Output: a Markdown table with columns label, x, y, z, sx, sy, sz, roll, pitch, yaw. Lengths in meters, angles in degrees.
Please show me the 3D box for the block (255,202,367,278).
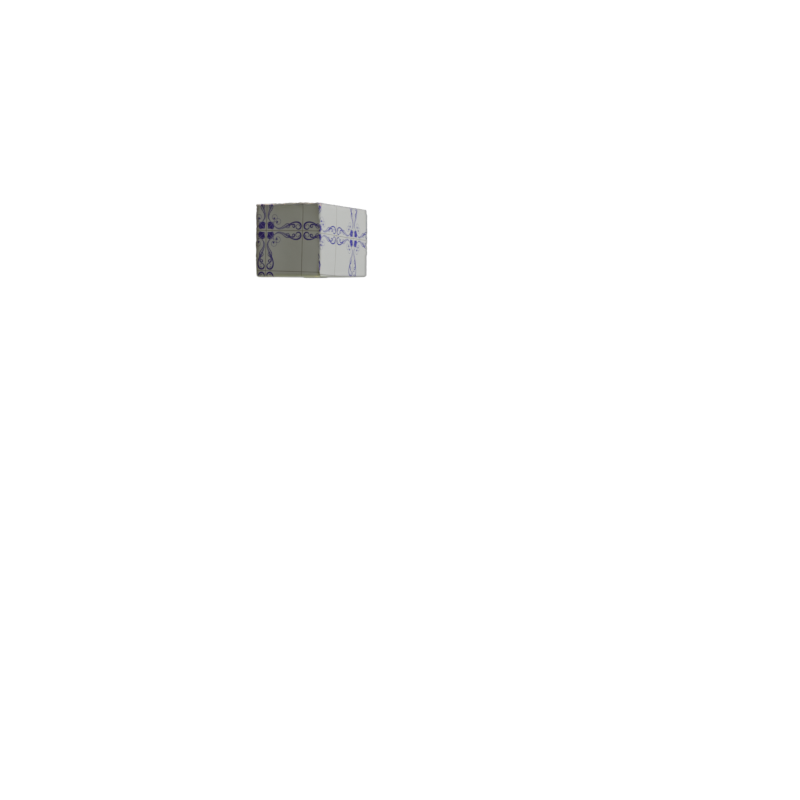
| label | x | y | z | sx | sy | sz | roll | pitch | yaw |
| --- | --- | --- | --- | --- | --- | --- | --- | --- | --- |
| block | -0.062 | -0.113 | 0.791 | 0.054 | 0.051 | 0.076 | 1 | 3 | 24 |
